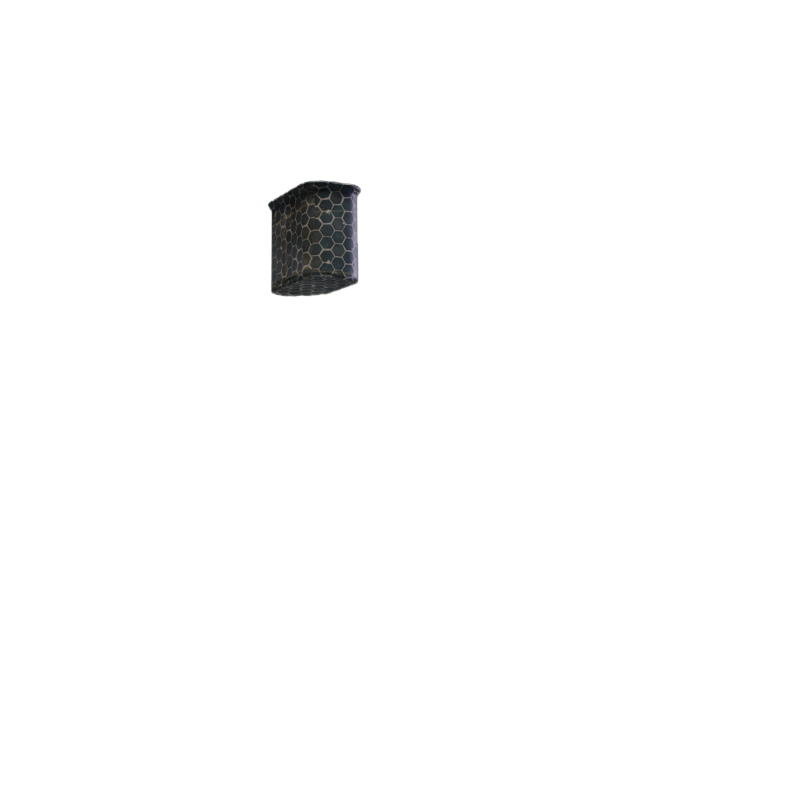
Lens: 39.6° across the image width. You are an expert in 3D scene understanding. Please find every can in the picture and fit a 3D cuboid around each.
[{"bbox_3d":[-0.076,-0.140,0.978,0.055,0.086,0.103,5,-10,-29],"label":"can"}]
